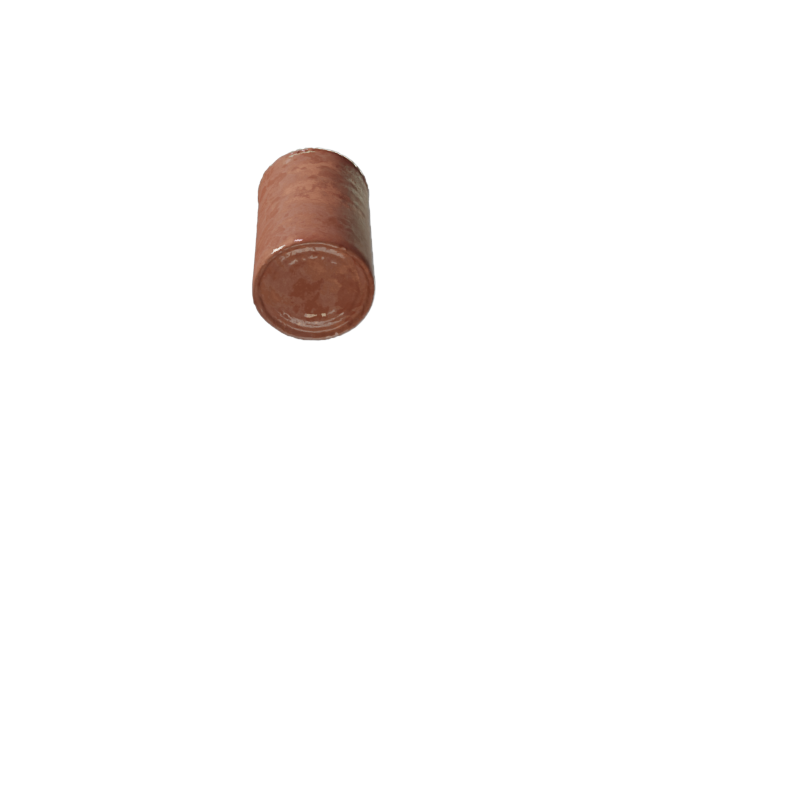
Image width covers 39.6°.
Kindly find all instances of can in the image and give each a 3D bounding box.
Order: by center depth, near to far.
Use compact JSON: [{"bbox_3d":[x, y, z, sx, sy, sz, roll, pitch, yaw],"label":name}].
[{"bbox_3d":[-0.049,-0.090,0.630,0.068,0.064,0.109,-1,37,-3],"label":"can"}]
